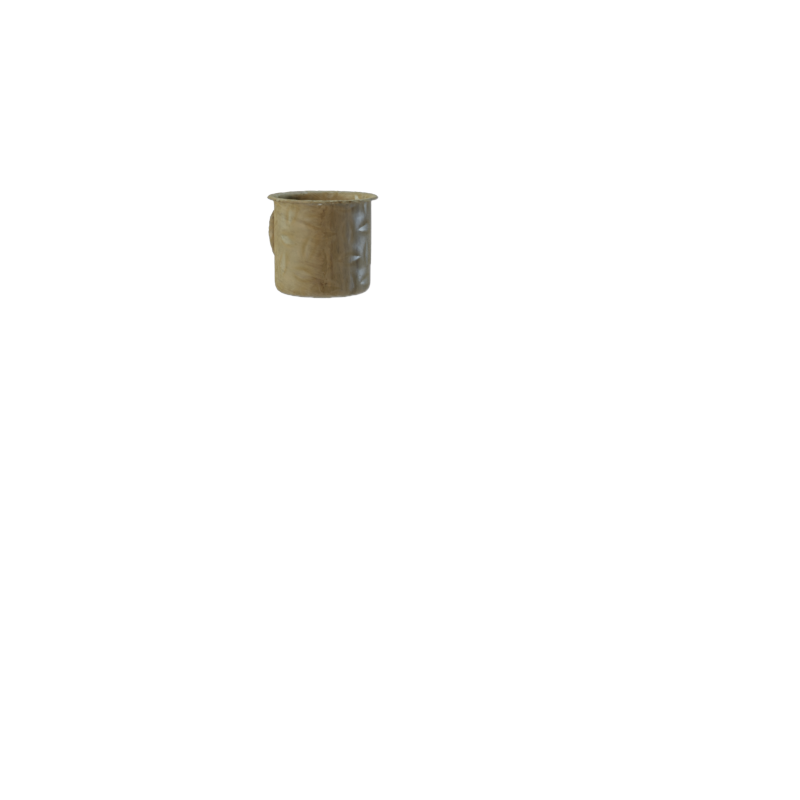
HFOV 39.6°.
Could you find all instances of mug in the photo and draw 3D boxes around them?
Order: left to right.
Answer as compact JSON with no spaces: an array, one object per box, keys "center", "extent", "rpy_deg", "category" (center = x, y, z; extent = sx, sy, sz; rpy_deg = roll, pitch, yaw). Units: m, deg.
[{"center":[-0.074,-0.135,0.944],"extent":[0.091,0.080,0.123],"rpy_deg":[-11,17,-42],"category":"mug"}]
